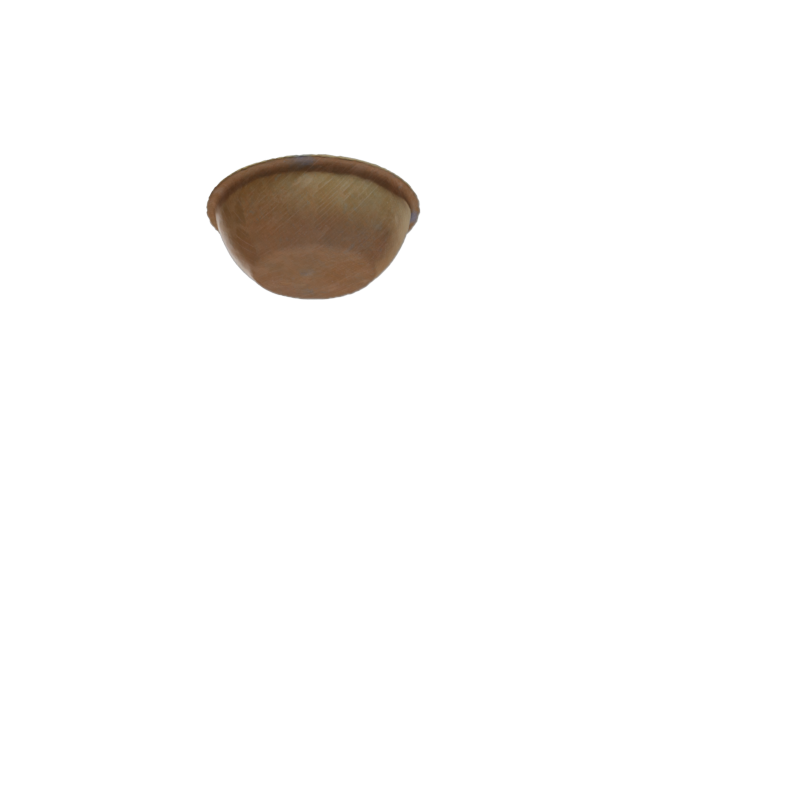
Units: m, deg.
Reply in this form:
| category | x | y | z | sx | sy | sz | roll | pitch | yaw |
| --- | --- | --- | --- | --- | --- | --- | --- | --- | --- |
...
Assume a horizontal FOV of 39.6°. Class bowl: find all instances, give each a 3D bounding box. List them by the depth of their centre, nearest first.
| category | x | y | z | sx | sy | sz | roll | pitch | yaw |
| --- | --- | --- | --- | --- | --- | --- | --- | --- | --- |
| bowl | -0.065 | -0.118 | 0.828 | 0.162 | 0.058 | 0.154 | 1 | -22 | -2 |
